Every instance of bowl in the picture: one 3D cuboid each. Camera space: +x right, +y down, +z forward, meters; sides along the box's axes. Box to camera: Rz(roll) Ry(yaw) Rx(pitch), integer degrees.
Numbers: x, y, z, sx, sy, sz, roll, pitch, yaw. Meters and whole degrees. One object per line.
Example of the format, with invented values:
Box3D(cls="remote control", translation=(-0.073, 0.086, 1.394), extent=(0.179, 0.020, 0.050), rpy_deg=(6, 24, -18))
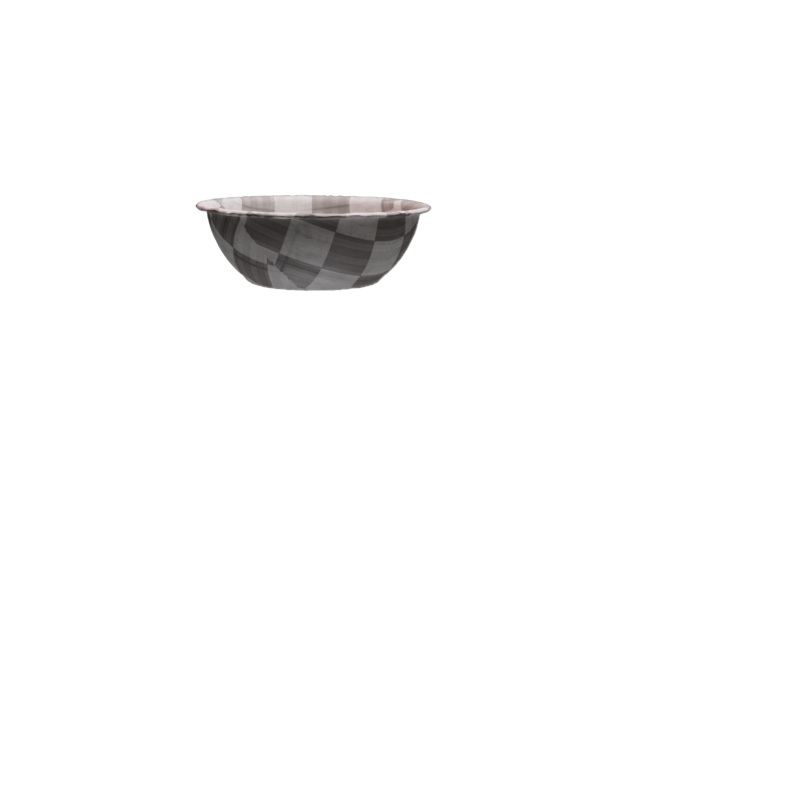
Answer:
Box3D(cls="bowl", translation=(-0.060, -0.109, 0.766), extent=(0.162, 0.054, 0.166), rpy_deg=(0, 14, -2))
